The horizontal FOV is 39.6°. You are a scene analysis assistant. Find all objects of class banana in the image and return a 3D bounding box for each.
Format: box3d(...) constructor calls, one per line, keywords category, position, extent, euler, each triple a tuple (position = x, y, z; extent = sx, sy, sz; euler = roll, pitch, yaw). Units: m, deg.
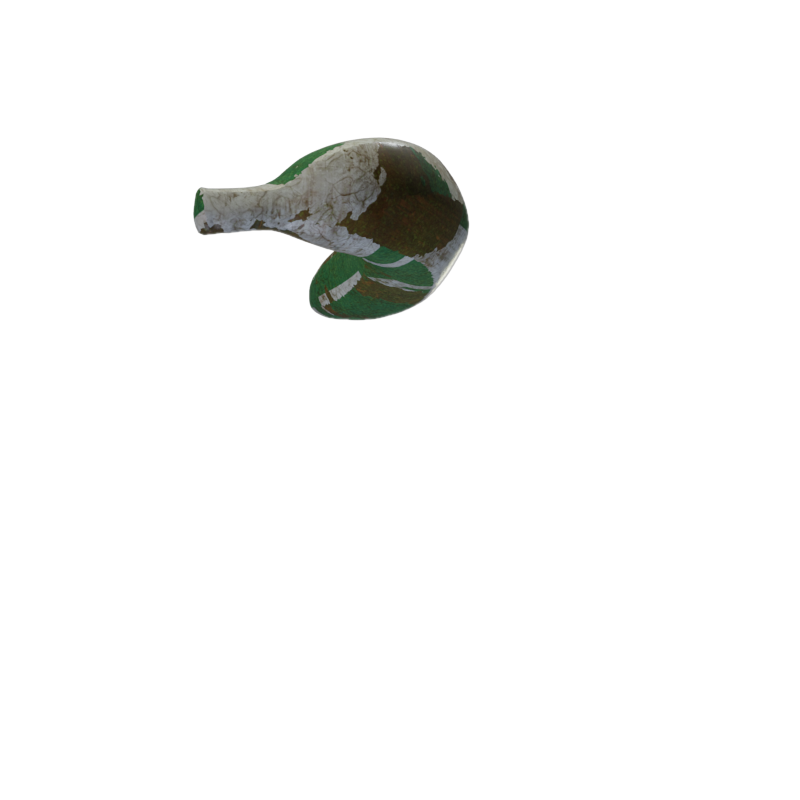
box3d(category="banana", position=(-0.012, -0.055, 0.372), extent=(0.070, 0.037, 0.192), euler=(-1, -4, 6))
